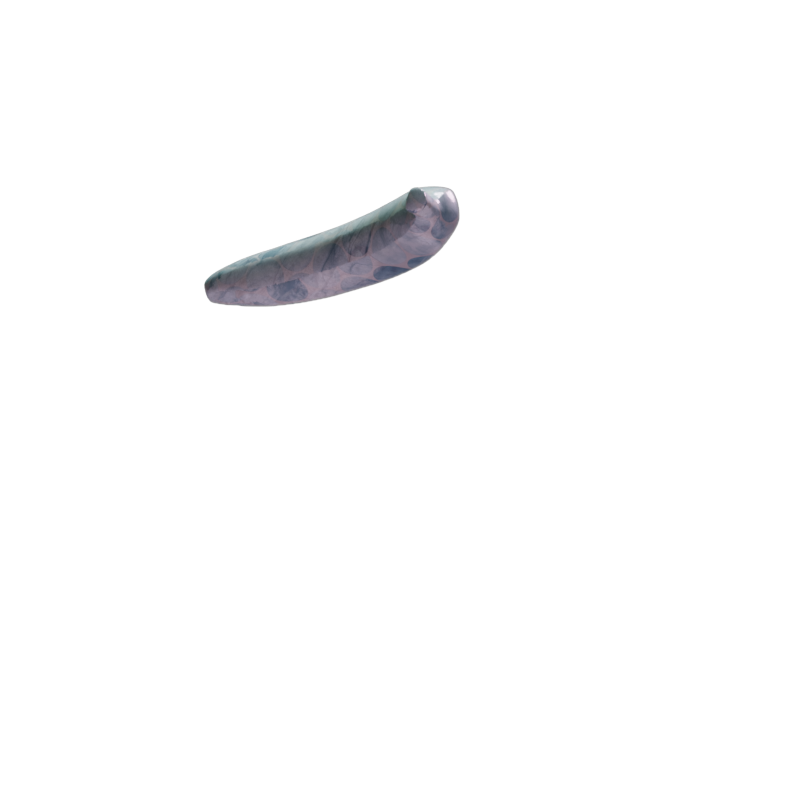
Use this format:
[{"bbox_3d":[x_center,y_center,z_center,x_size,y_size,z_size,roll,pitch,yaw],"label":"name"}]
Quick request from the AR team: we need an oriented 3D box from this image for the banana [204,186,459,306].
[{"bbox_3d":[-0.031,-0.085,0.614,0.066,0.038,0.200,12,-19,-38],"label":"banana"}]
